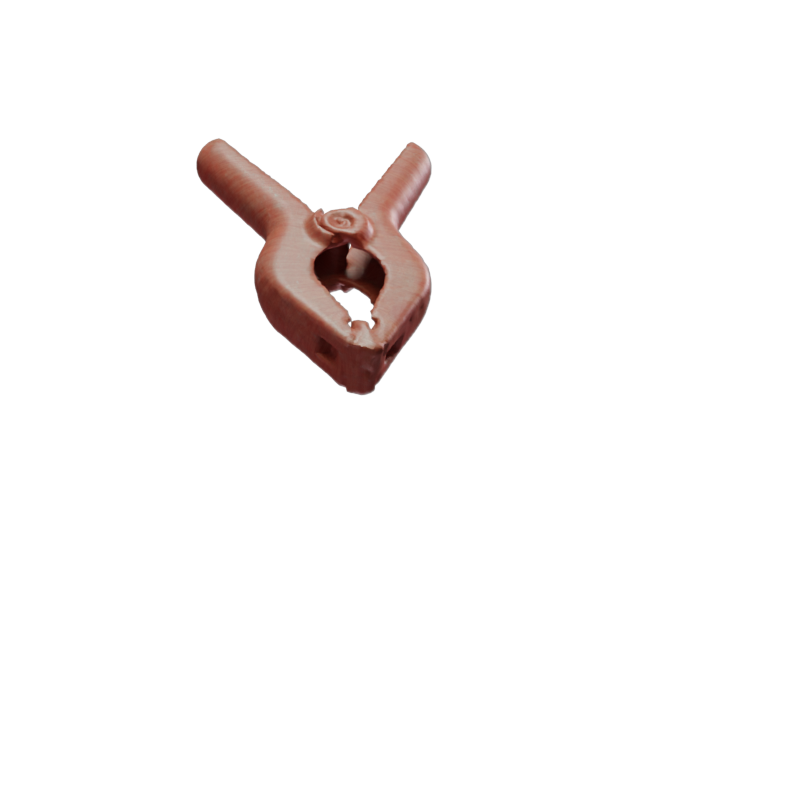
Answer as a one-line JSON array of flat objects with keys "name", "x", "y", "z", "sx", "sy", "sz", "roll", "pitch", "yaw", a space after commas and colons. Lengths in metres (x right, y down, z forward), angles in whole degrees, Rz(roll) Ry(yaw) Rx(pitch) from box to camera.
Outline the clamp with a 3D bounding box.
[{"name": "clamp", "x": -0.040, "y": -0.074, "z": 0.517, "sx": 0.120, "sy": 0.037, "sz": 0.184, "roll": -1, "pitch": 39, "yaw": -1}]
